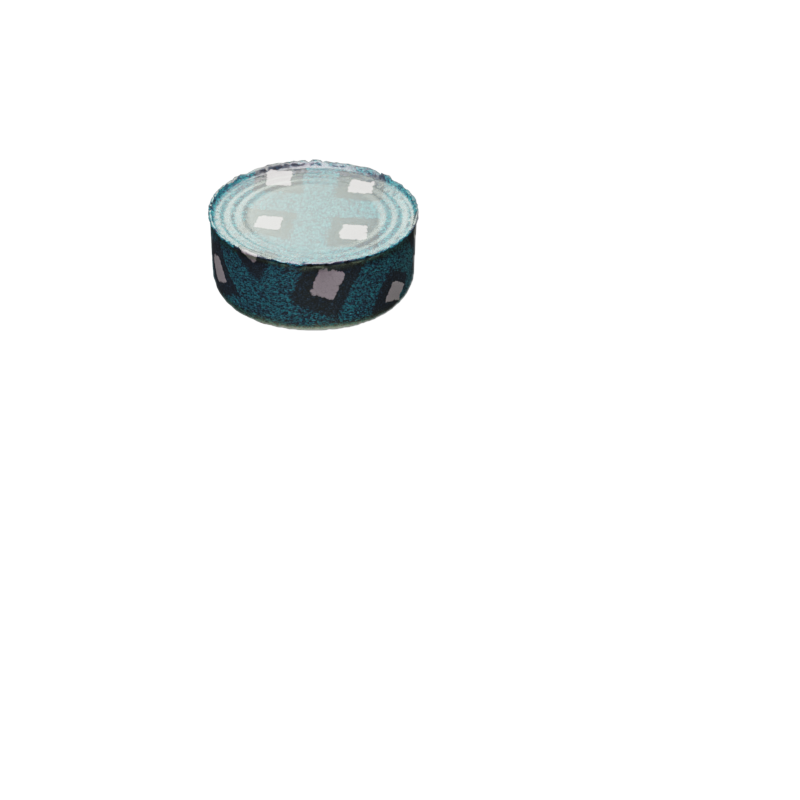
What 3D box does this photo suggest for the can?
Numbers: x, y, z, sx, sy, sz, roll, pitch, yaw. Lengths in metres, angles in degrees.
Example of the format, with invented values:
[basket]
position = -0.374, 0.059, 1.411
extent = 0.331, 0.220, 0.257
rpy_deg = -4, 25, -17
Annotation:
[can]
position = -0.036, -0.066, 0.459
extent = 0.086, 0.031, 0.092
rpy_deg = -1, 36, -2
